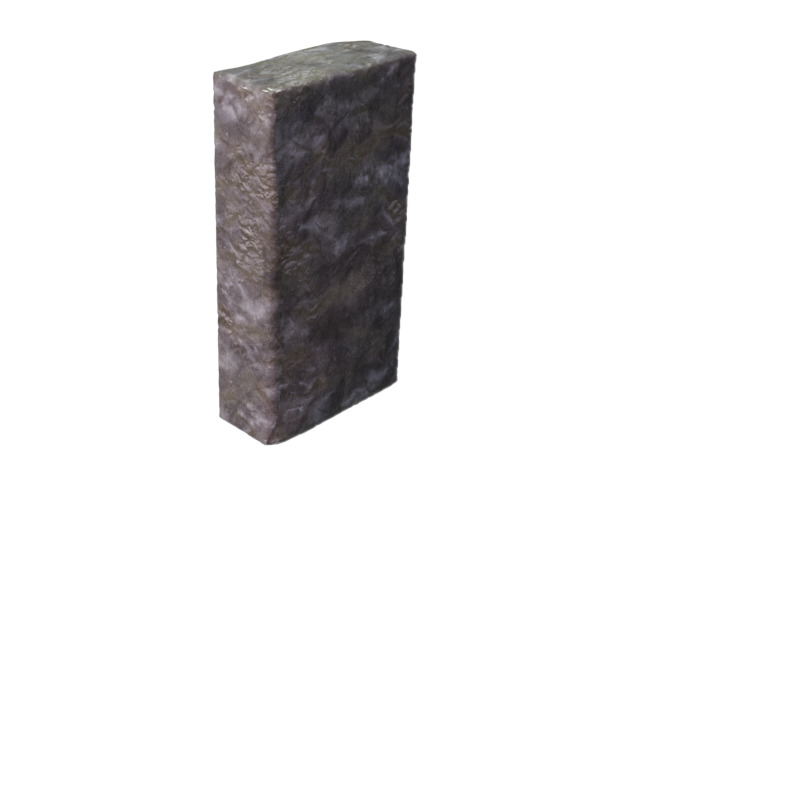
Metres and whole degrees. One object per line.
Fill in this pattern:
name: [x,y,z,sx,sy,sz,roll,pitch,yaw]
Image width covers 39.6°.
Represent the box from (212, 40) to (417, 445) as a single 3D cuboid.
box: [-0.041,-0.075,0.521,0.051,0.167,0.093,22,32,37]
